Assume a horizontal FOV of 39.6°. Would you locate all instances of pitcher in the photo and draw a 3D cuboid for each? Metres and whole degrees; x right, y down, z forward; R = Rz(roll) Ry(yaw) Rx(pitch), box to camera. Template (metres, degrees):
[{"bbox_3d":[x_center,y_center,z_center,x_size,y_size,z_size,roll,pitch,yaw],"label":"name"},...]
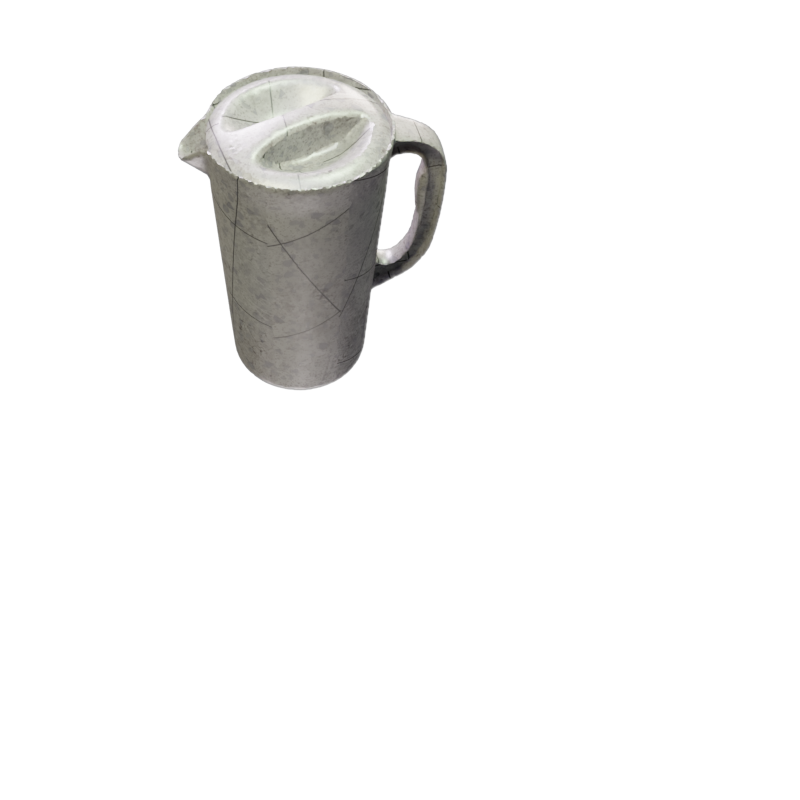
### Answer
[{"bbox_3d":[-0.066,-0.120,0.839,0.157,0.226,0.147,32,55,22],"label":"pitcher"}]
